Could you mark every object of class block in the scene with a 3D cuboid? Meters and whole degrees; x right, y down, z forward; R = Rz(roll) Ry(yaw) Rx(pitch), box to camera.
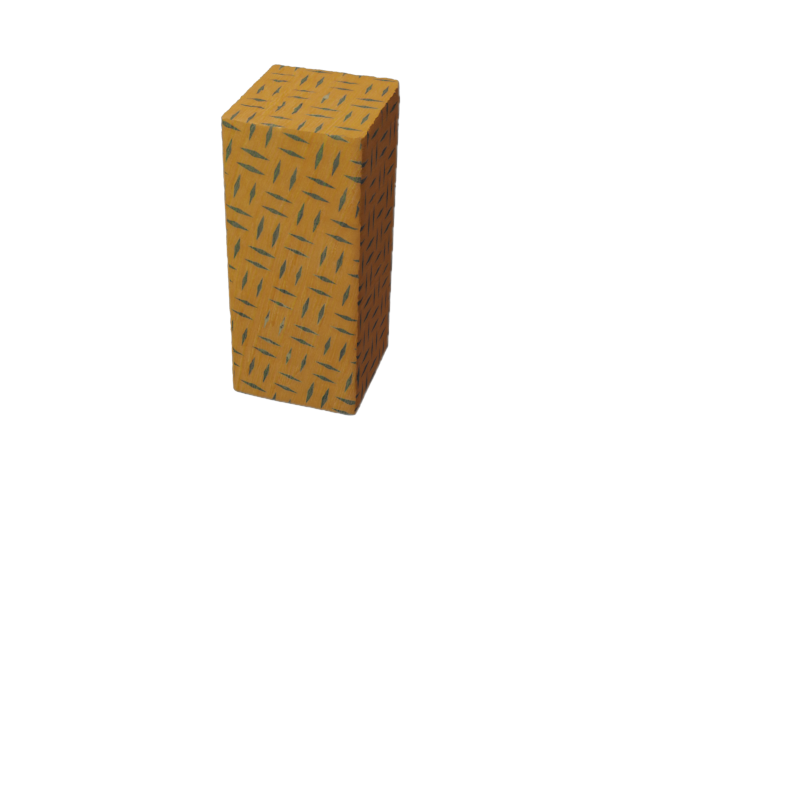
[{"bbox_3d":[-0.057,-0.104,0.729,0.092,0.193,0.094,11,35,13],"label":"block"}]
